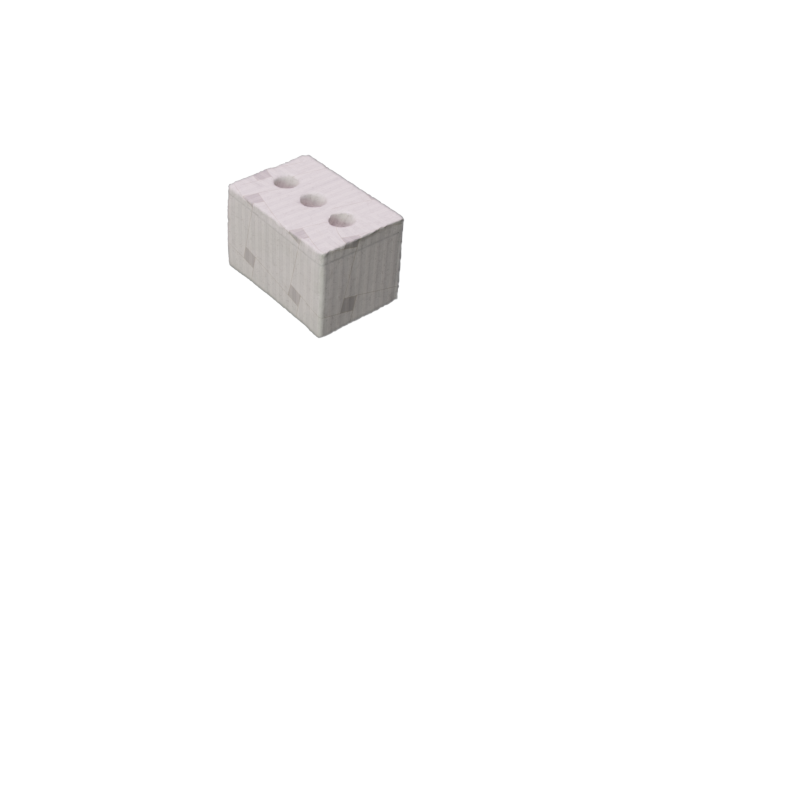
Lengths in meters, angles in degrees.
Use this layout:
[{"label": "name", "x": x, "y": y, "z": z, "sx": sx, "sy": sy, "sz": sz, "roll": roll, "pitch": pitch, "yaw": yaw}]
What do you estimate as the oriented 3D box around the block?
[{"label": "block", "x": -0.043, "y": -0.078, "z": 0.549, "sx": 0.052, "sy": 0.048, "sz": 0.084, "roll": -27, "pitch": 47, "yaw": -31}]
